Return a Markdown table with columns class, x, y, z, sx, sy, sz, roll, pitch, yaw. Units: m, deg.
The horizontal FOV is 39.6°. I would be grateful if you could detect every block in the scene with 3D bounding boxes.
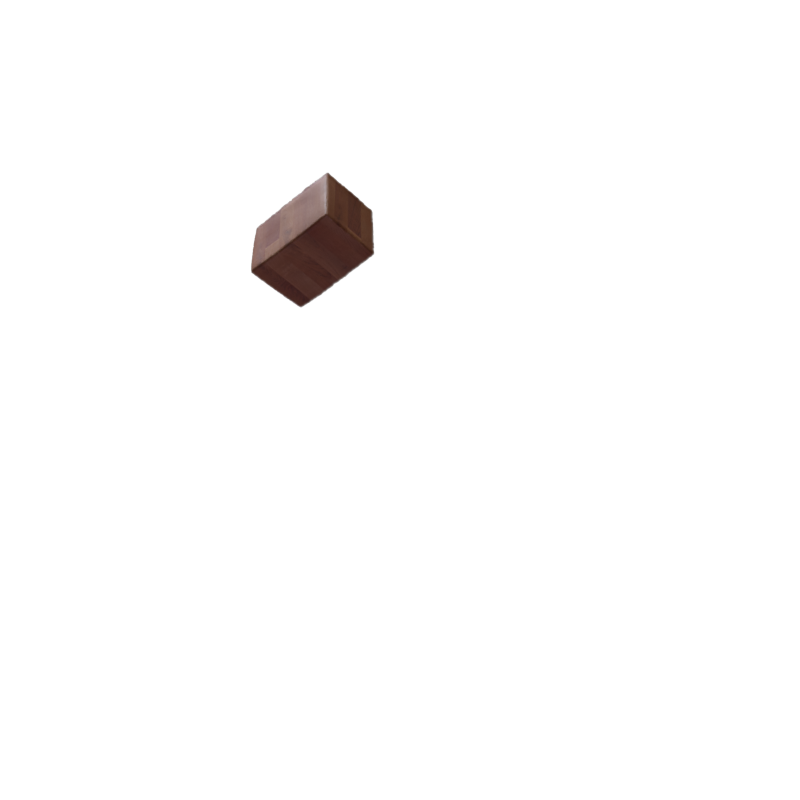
| class | x | y | z | sx | sy | sz | roll | pitch | yaw |
| --- | --- | --- | --- | --- | --- | --- | --- | --- | --- |
| block | -0.064 | -0.117 | 0.817 | 0.077 | 0.055 | 0.049 | -34 | -54 | 26 |
